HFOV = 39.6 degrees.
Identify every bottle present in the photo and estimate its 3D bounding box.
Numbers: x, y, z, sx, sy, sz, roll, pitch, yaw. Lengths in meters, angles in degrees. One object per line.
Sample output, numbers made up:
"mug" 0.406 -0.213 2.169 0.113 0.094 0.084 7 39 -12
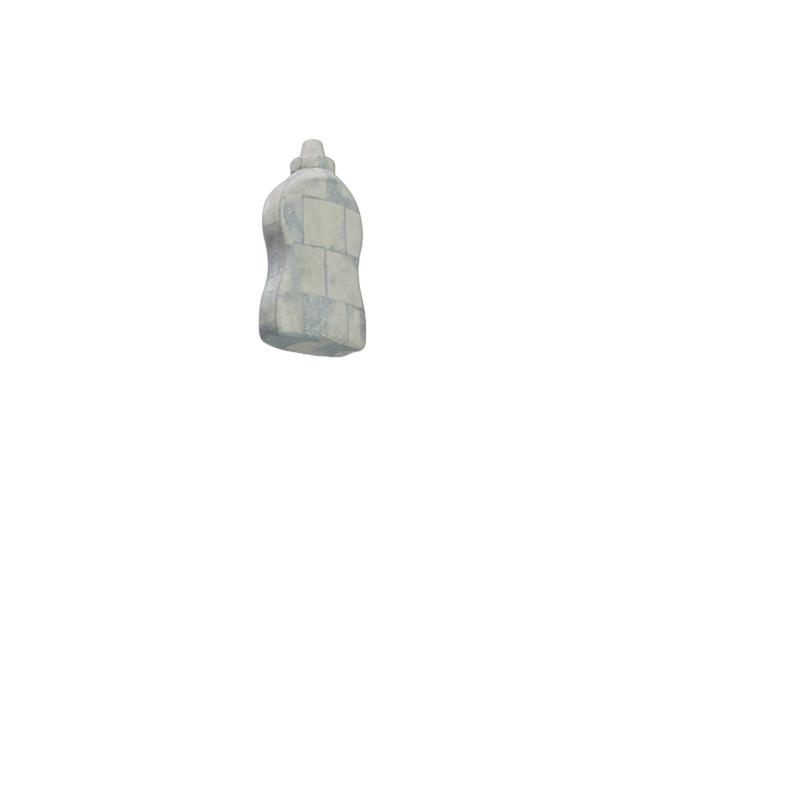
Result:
"bottle" -0.076 -0.138 0.970 0.091 0.200 0.059 11 -23 -34
